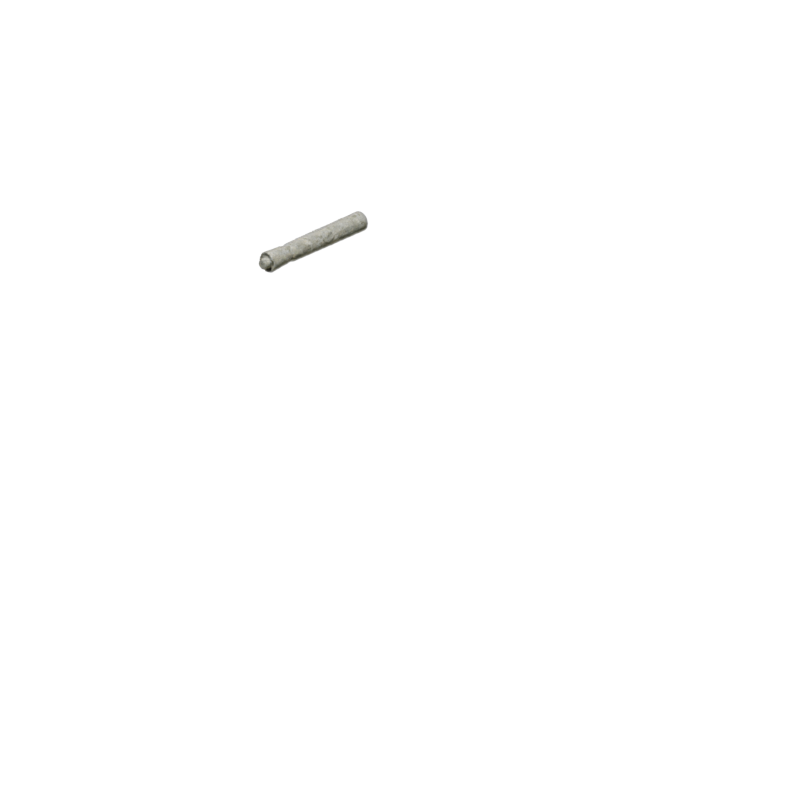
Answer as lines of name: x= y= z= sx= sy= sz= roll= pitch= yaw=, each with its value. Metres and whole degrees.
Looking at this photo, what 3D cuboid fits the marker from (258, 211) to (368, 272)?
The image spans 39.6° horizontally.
marker: x=-0.076 y=-0.138 z=0.965 sx=0.021 sy=0.019 sz=0.121 roll=4 pitch=27 yaw=46
